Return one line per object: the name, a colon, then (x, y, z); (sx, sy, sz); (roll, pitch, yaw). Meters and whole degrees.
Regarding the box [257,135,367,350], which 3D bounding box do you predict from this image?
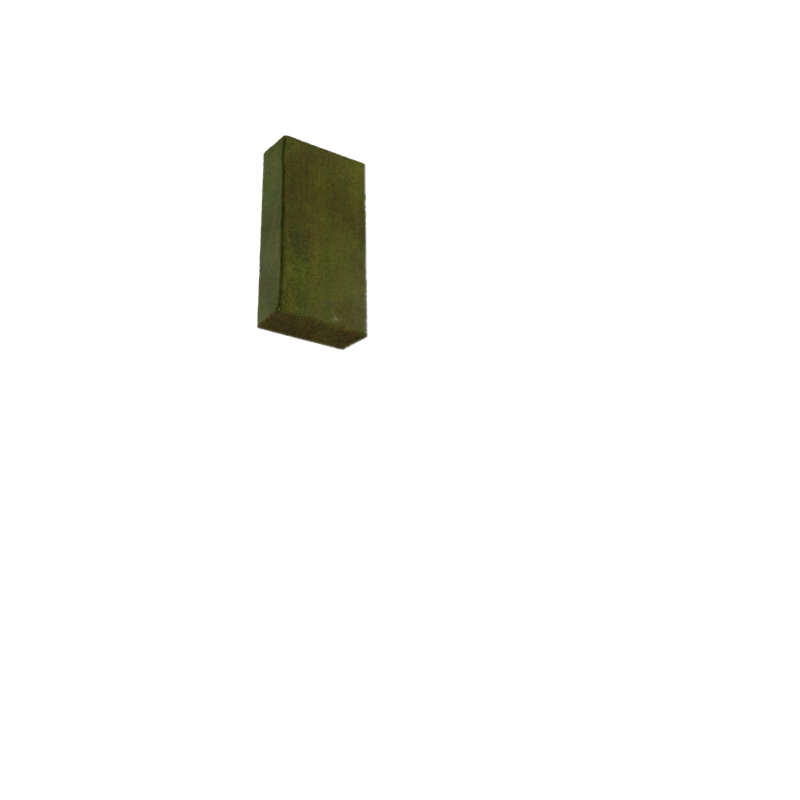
box: (-0.077, -0.141, 0.990); (0.089, 0.187, 0.047); (16, -32, -31)
